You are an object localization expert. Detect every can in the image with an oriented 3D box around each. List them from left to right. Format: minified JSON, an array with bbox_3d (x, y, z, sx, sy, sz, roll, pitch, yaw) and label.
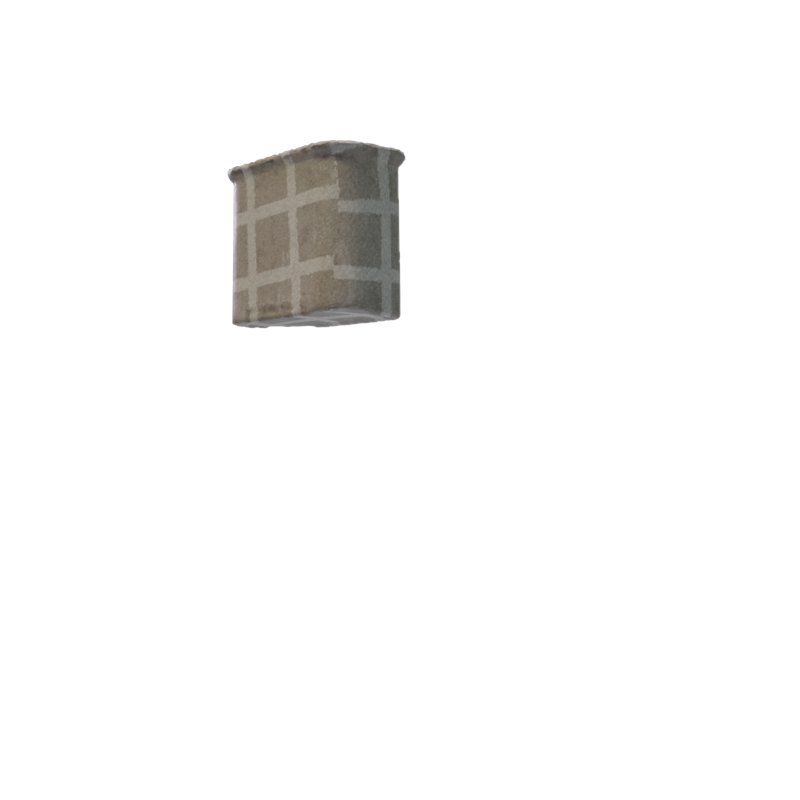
[{"bbox_3d":[-0.045,-0.082,0.573,0.055,0.085,0.105,6,-7,-41],"label":"can"}]
